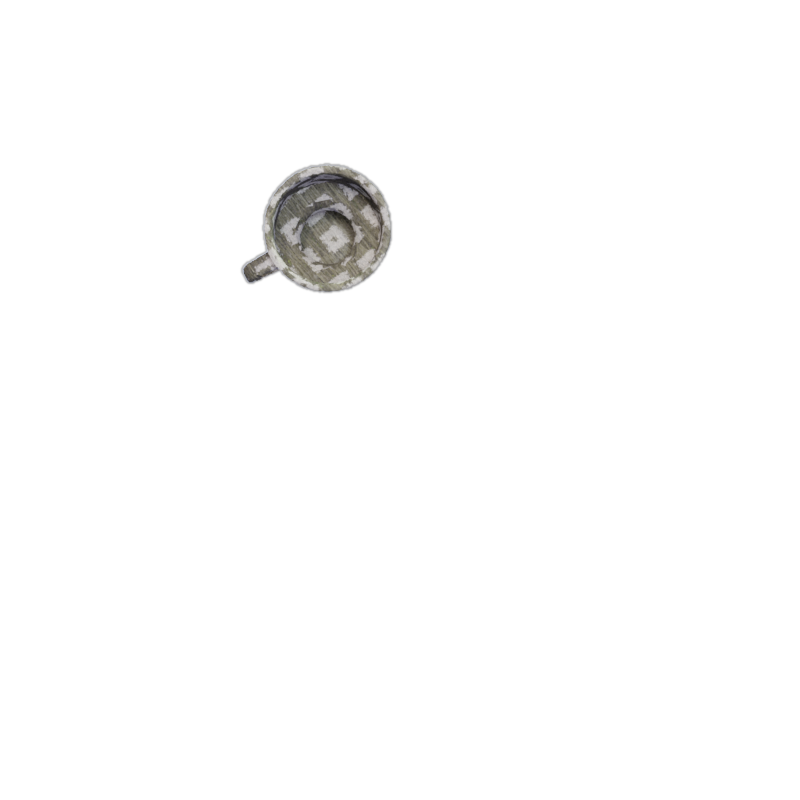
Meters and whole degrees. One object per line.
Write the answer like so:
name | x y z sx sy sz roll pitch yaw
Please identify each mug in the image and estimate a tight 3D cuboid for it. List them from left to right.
mug | -0.066 -0.120 0.841 0.117 0.094 0.081 -31 -1 -3
